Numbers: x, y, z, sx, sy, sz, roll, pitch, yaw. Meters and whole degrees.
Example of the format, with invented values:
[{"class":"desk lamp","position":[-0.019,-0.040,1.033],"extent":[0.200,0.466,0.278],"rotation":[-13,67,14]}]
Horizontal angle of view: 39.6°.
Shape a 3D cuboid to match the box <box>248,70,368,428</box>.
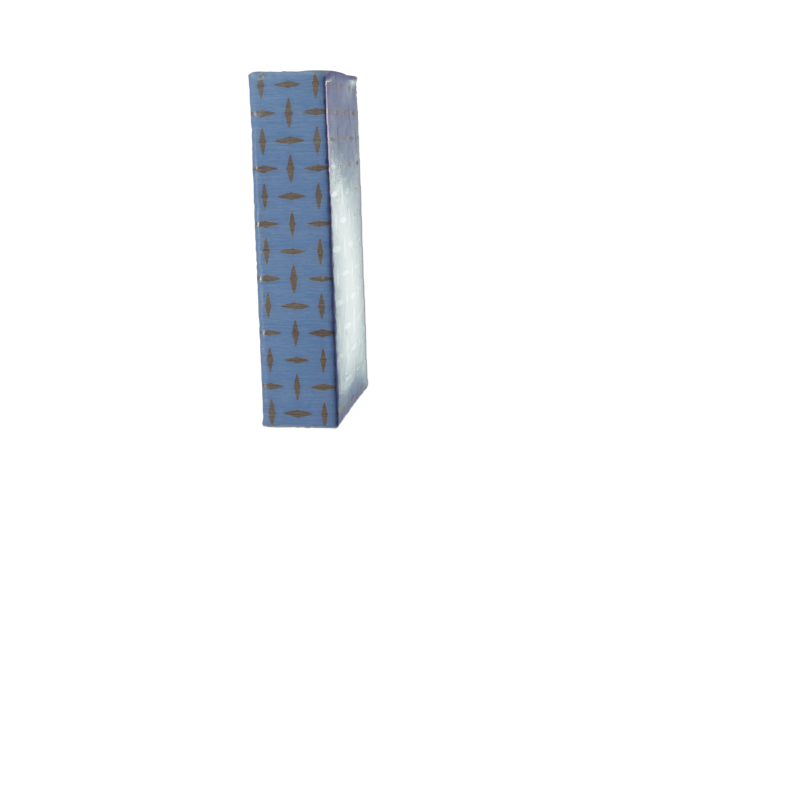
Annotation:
[{"class":"box","position":[-0.045,-0.083,0.581],"extent":[0.049,0.173,0.094],"rotation":[2,9,8]}]
